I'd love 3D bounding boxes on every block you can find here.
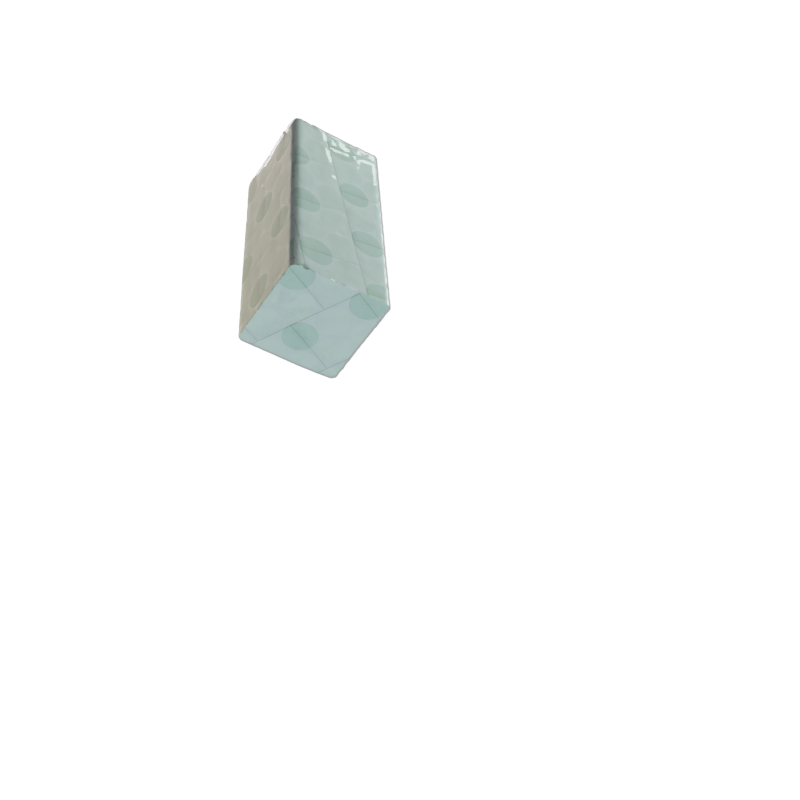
[{"bbox_3d":[-0.073,-0.133,0.929,0.086,0.221,0.088,23,-53,-23],"label":"block"}]
